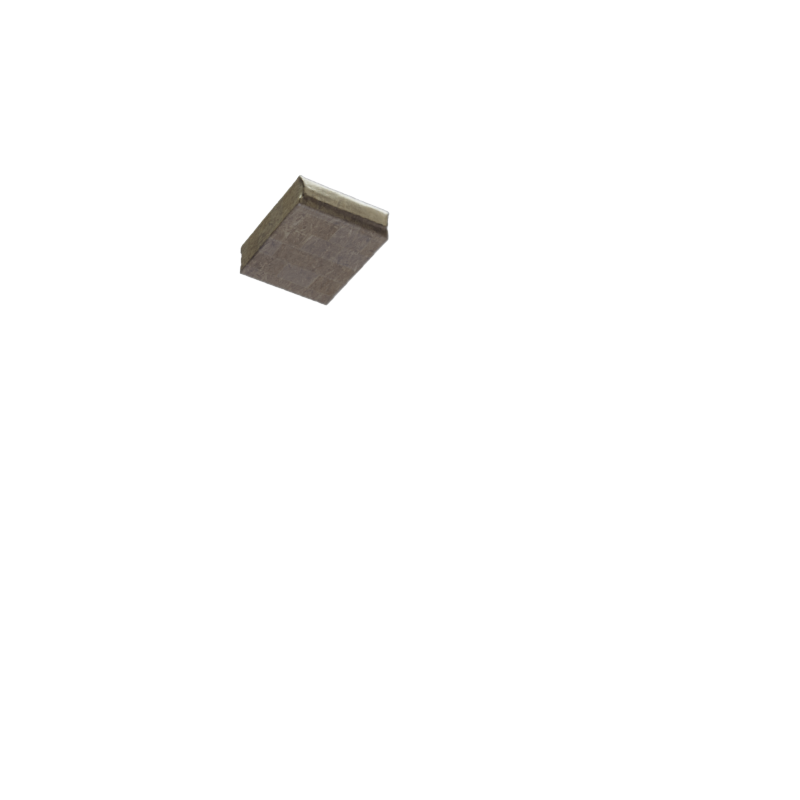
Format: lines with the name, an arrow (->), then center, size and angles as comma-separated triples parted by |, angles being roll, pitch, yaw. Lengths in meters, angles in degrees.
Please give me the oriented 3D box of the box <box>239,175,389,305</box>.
box -> -0.061, -0.111, 0.780 | 0.070, 0.032, 0.087 | 20, -42, -25
